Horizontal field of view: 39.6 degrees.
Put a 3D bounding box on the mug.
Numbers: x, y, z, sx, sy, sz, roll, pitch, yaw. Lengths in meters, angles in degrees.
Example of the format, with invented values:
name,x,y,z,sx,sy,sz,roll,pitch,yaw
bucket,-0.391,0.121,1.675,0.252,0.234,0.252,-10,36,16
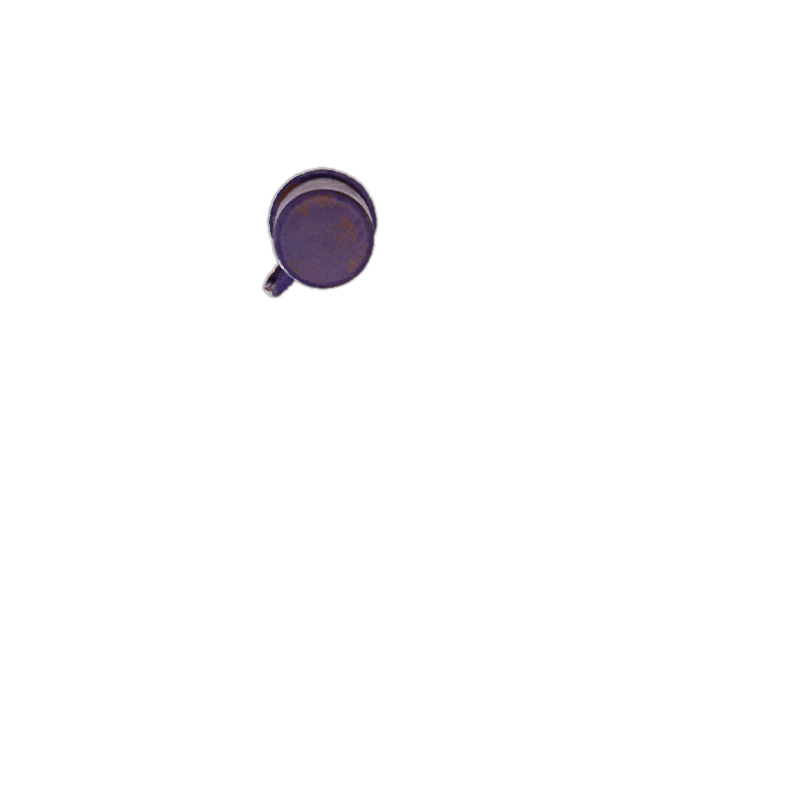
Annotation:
name,x,y,z,sx,sy,sz,roll,pitch,yaw
mug,-0.072,-0.131,0.914,0.091,0.116,0.084,43,10,-12
